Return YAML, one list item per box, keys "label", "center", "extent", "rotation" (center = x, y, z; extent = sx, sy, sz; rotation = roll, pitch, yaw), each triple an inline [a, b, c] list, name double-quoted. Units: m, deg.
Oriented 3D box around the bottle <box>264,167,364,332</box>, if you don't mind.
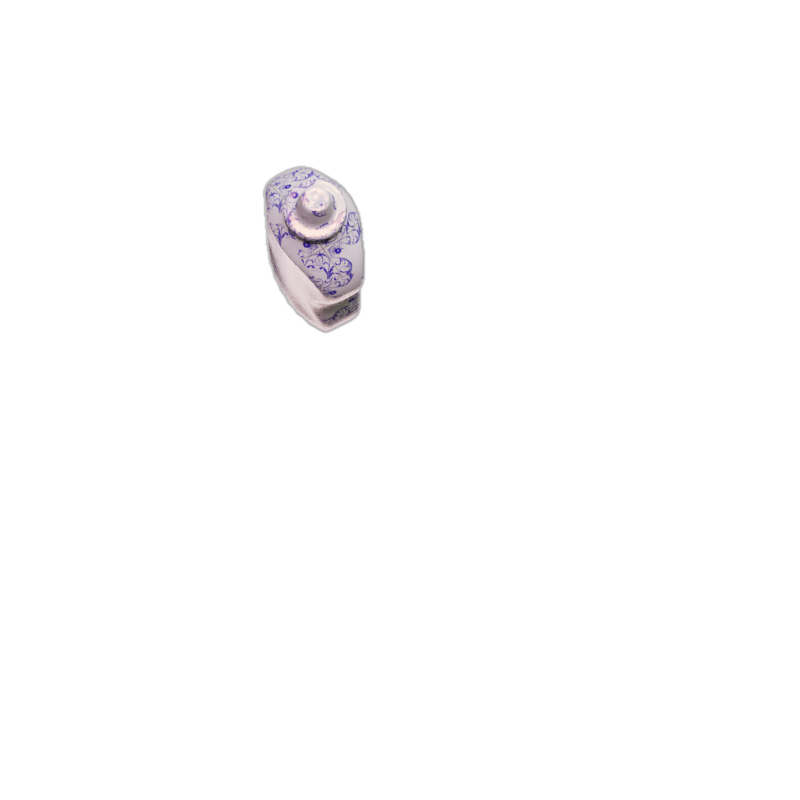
- label: "bottle"
  center: [-0.061, -0.111, 0.779]
  extent: [0.058, 0.099, 0.186]
  rotation: [-26, -7, -8]
